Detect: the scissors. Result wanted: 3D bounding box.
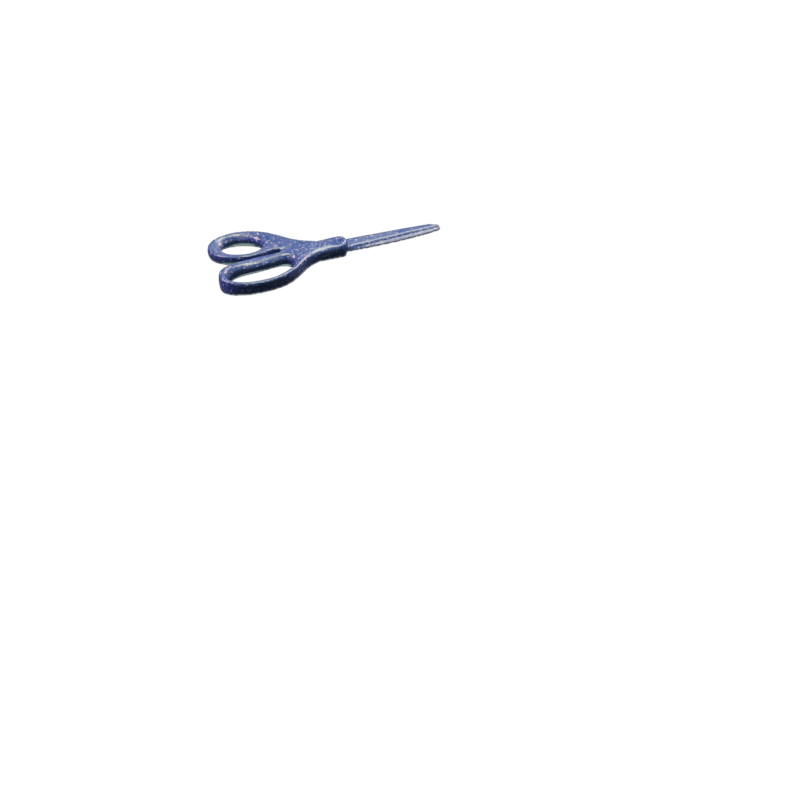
[{"bbox_3d":[-0.072,-0.131,0.921,0.200,0.015,0.103,-26,41,-33],"label":"scissors"}]
